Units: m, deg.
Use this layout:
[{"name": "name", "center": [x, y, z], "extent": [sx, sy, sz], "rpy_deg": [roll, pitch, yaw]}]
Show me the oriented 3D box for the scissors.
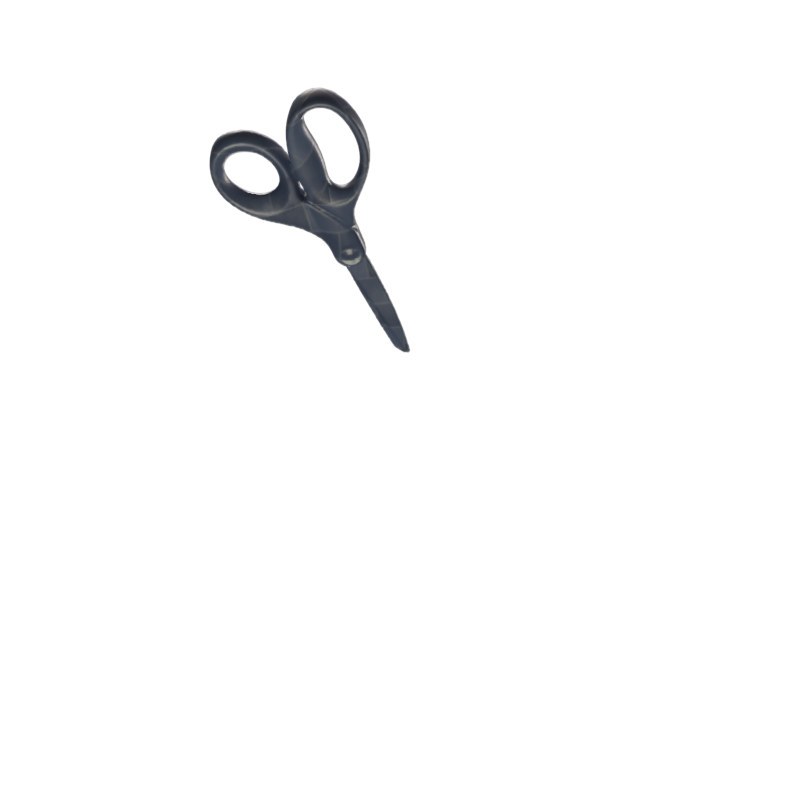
[{"name": "scissors", "center": [-0.050, -0.091, 0.637], "extent": [0.097, 0.017, 0.187], "rpy_deg": [-4, -45, 4]}]
